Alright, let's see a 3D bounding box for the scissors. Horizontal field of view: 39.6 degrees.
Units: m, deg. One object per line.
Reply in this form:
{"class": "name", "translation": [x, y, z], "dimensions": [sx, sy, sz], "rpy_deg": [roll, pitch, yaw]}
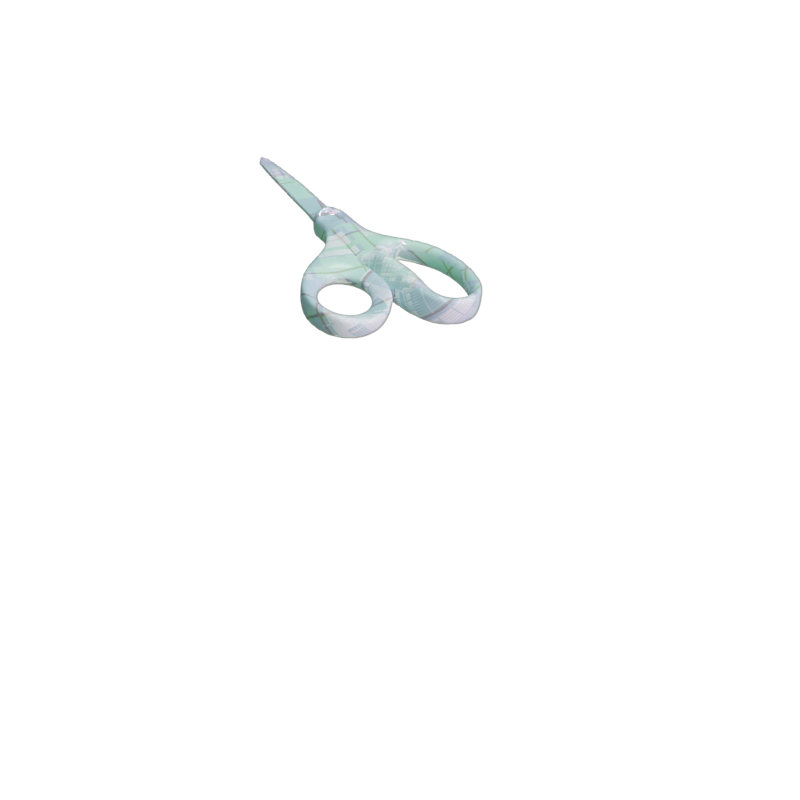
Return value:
{"class": "scissors", "translation": [-0.046, -0.084, 0.588], "dimensions": [0.096, 0.015, 0.216], "rpy_deg": [-26, 42, -33]}
